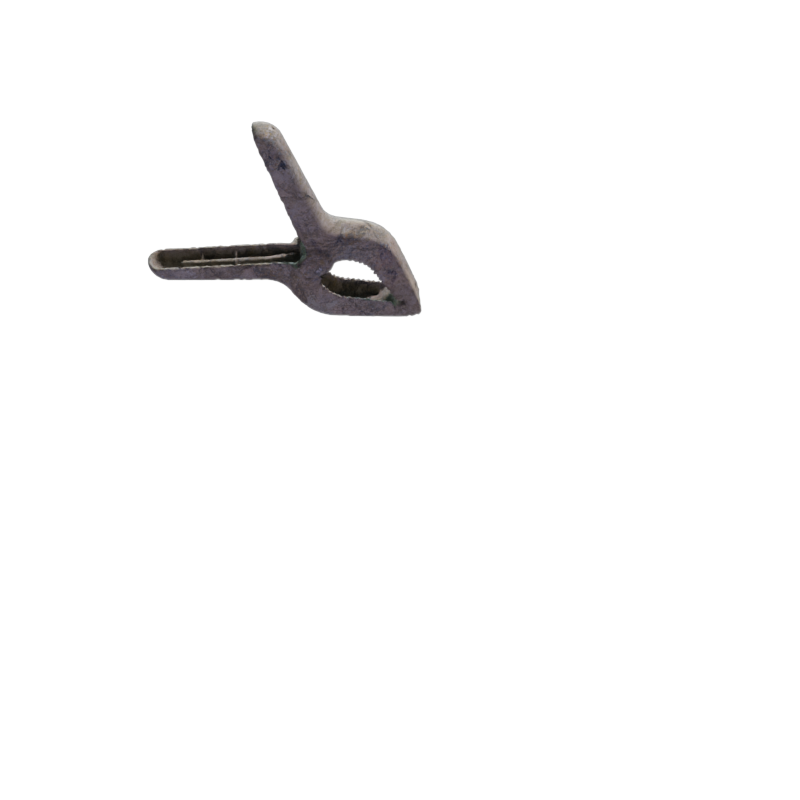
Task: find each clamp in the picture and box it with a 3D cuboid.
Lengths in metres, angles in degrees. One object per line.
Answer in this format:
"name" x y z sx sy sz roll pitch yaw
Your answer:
"clamp" -0.066 -0.120 0.840 0.202 0.039 0.159 20 -46 -20
